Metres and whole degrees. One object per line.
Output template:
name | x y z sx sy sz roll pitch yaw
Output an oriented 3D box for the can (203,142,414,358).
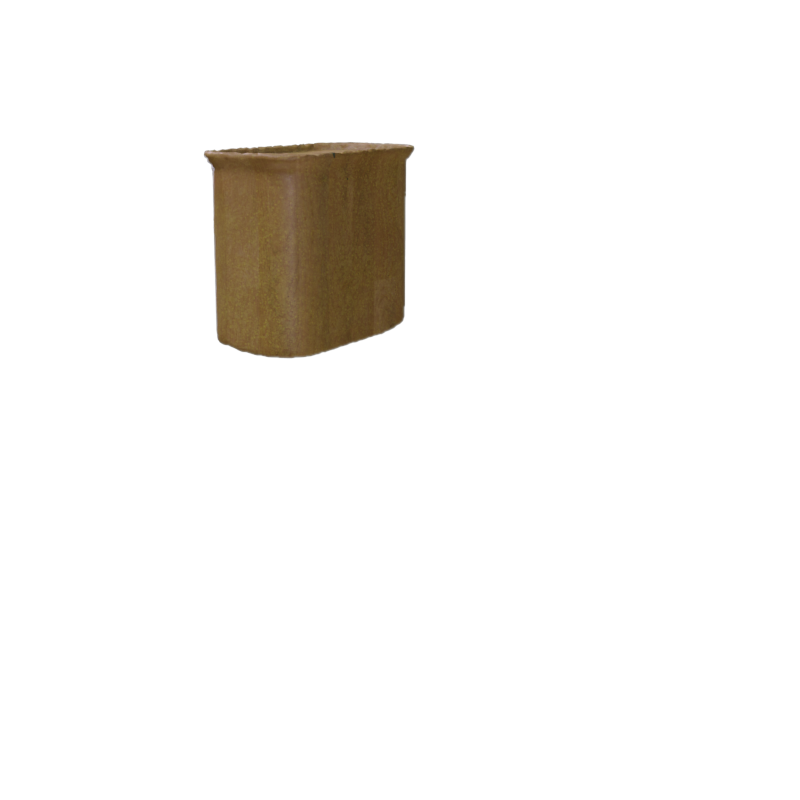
can | -0.038 -0.070 0.490 0.060 0.082 0.100 7 14 33
